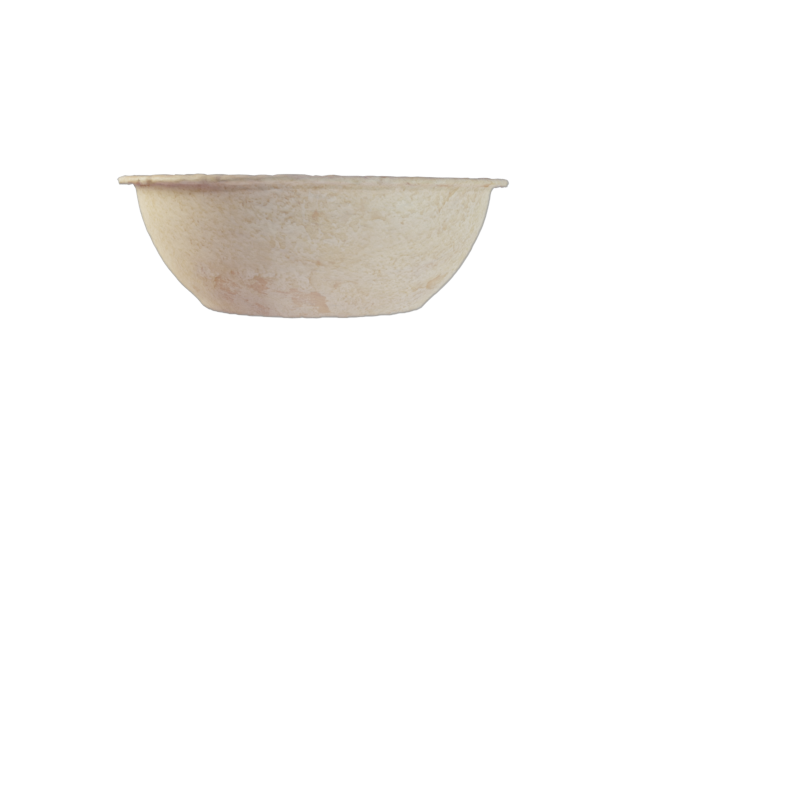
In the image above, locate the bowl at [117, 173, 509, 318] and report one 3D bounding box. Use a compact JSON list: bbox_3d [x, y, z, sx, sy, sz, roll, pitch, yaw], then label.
[{"bbox_3d":[-0.036,-0.066,0.464,0.162,0.054,0.165,0,10,-2],"label":"bowl"}]
